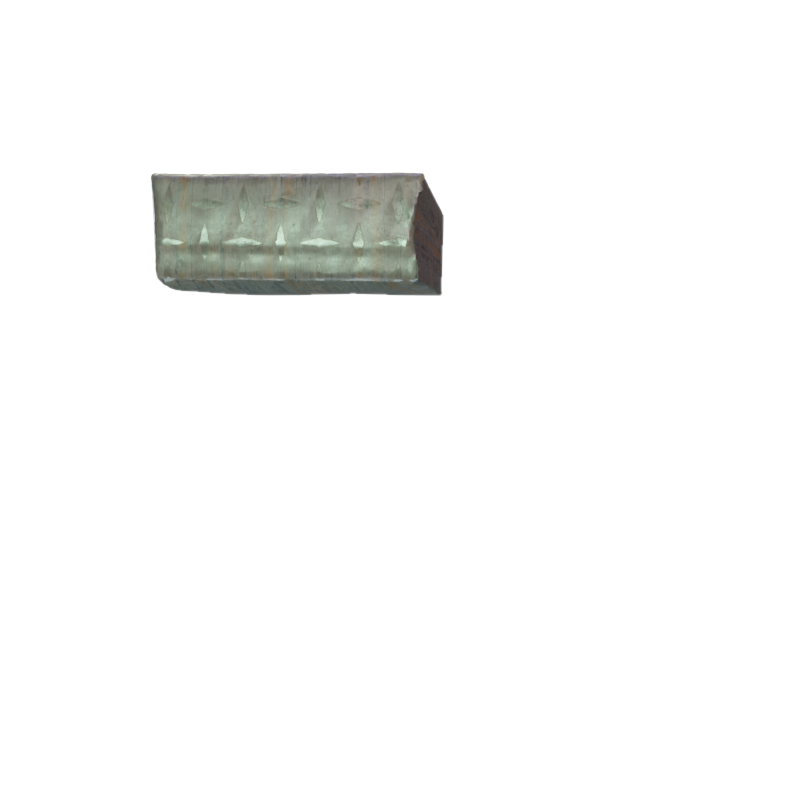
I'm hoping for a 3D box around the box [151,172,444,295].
[{"bbox_3d":[-0.032,-0.058,0.403,0.091,0.039,0.112,0,4,7],"label":"box"}]
